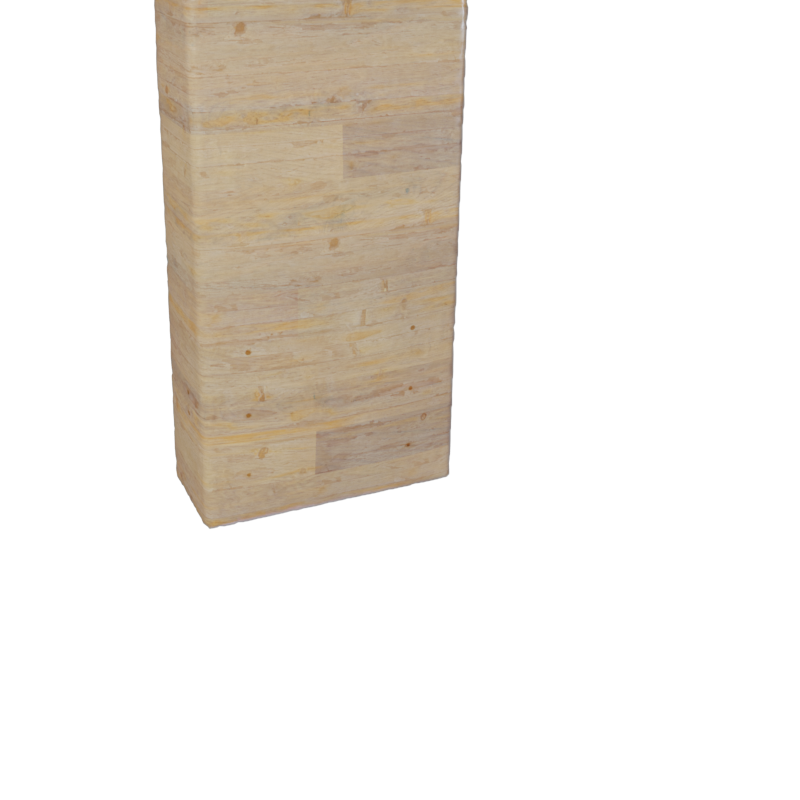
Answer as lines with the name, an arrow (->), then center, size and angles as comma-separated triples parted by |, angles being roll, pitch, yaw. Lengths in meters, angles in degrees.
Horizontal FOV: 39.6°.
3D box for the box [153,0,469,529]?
box -> -0.029, -0.052, 0.365 | 0.091, 0.168, 0.051 | -9, 25, -23
